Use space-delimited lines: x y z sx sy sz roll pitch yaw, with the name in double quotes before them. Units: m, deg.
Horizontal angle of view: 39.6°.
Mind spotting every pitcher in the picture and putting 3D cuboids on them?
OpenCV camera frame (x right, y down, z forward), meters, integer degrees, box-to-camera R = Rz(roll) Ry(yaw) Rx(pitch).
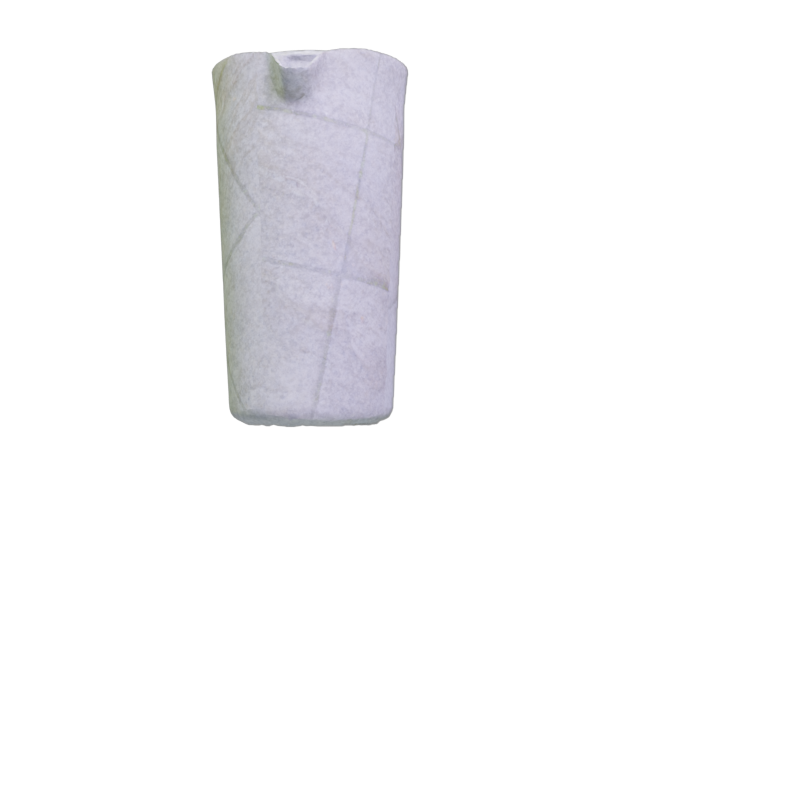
"pitcher" -0.059 -0.107 0.751 0.143 0.247 0.149 4 -6 -42
